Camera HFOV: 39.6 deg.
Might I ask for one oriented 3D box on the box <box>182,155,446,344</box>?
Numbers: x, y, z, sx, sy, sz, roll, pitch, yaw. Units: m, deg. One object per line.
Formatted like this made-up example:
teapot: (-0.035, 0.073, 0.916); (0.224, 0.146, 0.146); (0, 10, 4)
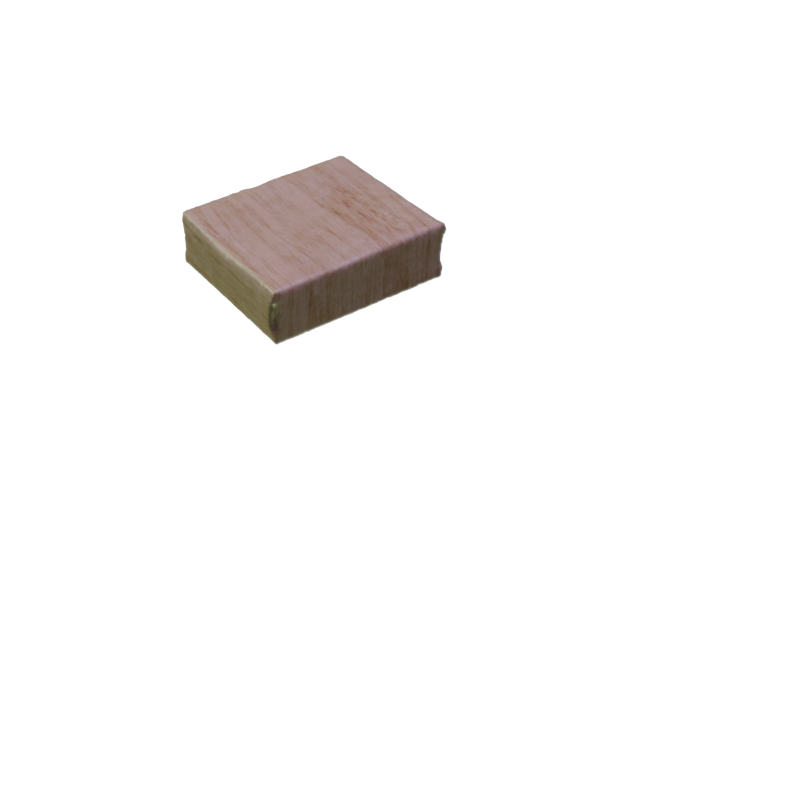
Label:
box: (-0.037, -0.068, 0.475); (0.089, 0.028, 0.079); (-25, 45, -28)
